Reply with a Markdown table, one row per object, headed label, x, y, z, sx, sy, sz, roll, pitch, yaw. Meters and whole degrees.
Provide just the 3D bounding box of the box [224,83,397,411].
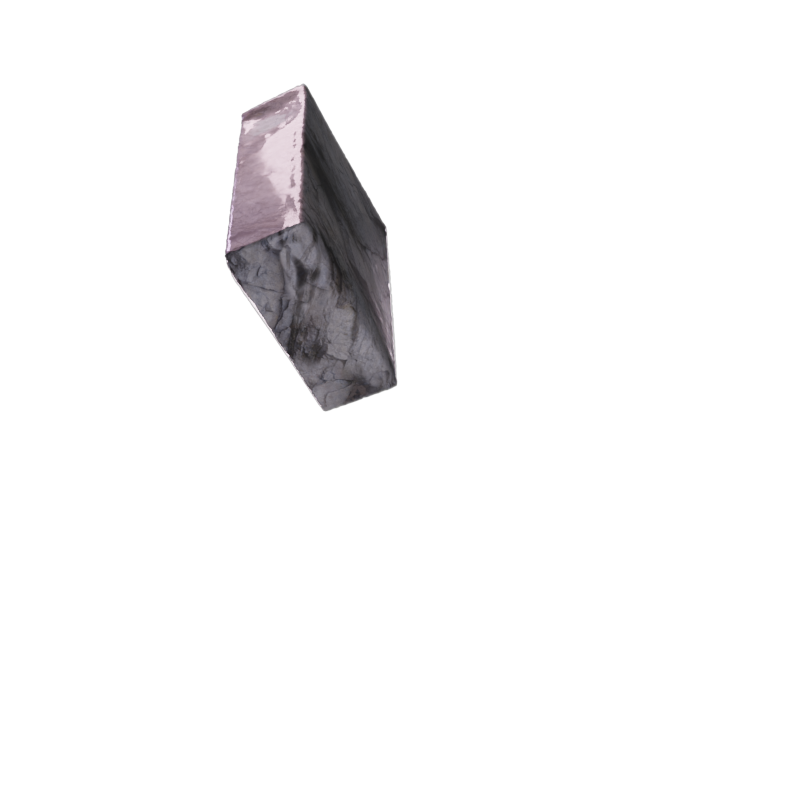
| label | x | y | z | sx | sy | sz | roll | pitch | yaw |
| --- | --- | --- | --- | --- | --- | --- | --- | --- | --- |
| box | -0.069 | -0.125 | 0.876 | 0.072 | 0.152 | 0.229 | -22 | 37 | 14 |
